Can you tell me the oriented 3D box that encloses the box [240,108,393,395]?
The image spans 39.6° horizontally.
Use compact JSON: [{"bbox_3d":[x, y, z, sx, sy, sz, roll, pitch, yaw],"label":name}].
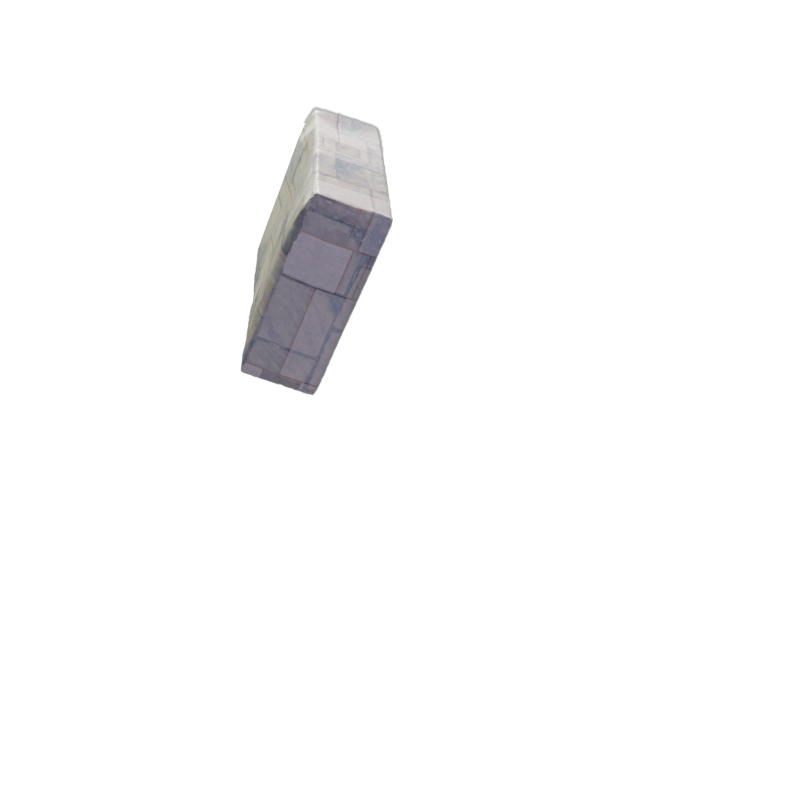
[{"bbox_3d":[-0.073,-0.133,0.929,0.070,0.158,0.227,19,26,-14],"label":"box"}]
